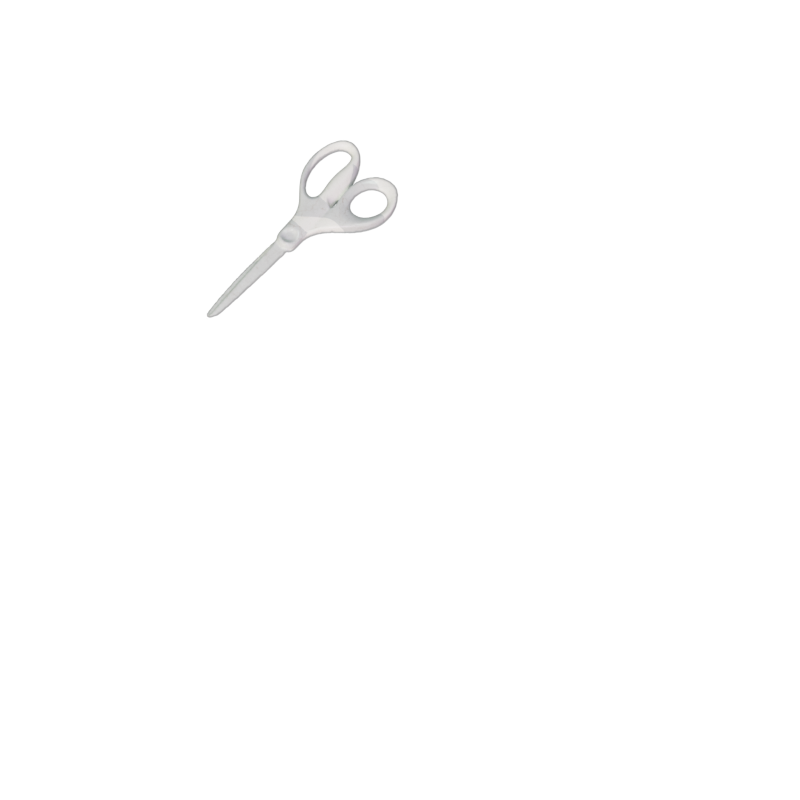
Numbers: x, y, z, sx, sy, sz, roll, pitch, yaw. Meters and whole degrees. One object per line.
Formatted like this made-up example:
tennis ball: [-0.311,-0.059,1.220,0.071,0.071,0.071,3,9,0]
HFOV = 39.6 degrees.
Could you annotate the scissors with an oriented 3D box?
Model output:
scissors: [-0.073,-0.134,0.937,0.098,0.208,0.015,22,-24,10]
